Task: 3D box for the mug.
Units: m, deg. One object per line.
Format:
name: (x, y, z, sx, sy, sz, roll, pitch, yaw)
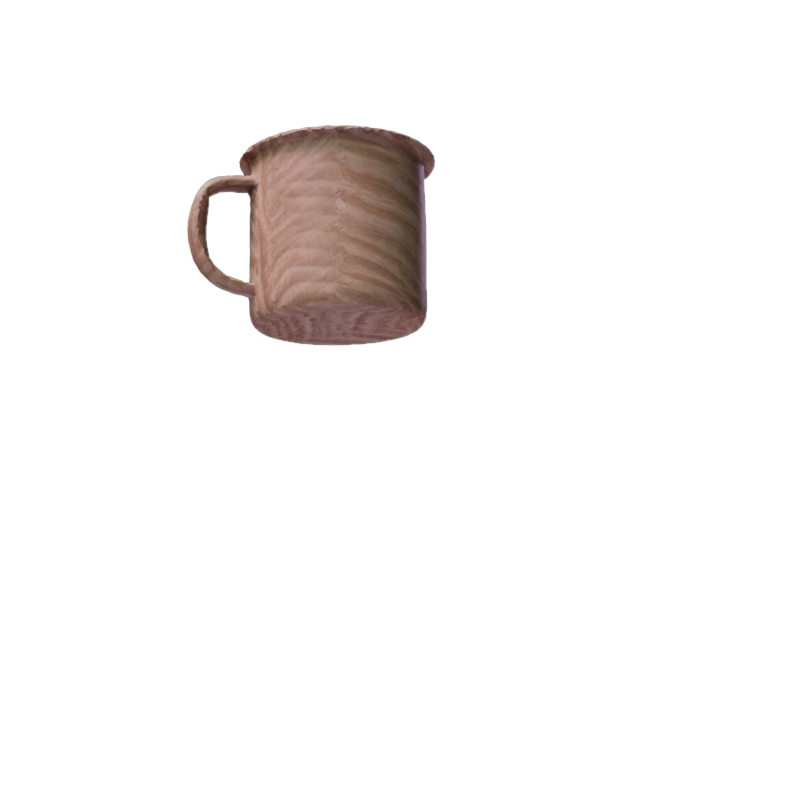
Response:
mug: (-0.040, -0.073, 0.513, 0.114, 0.085, 0.093, 4, -14, -20)
